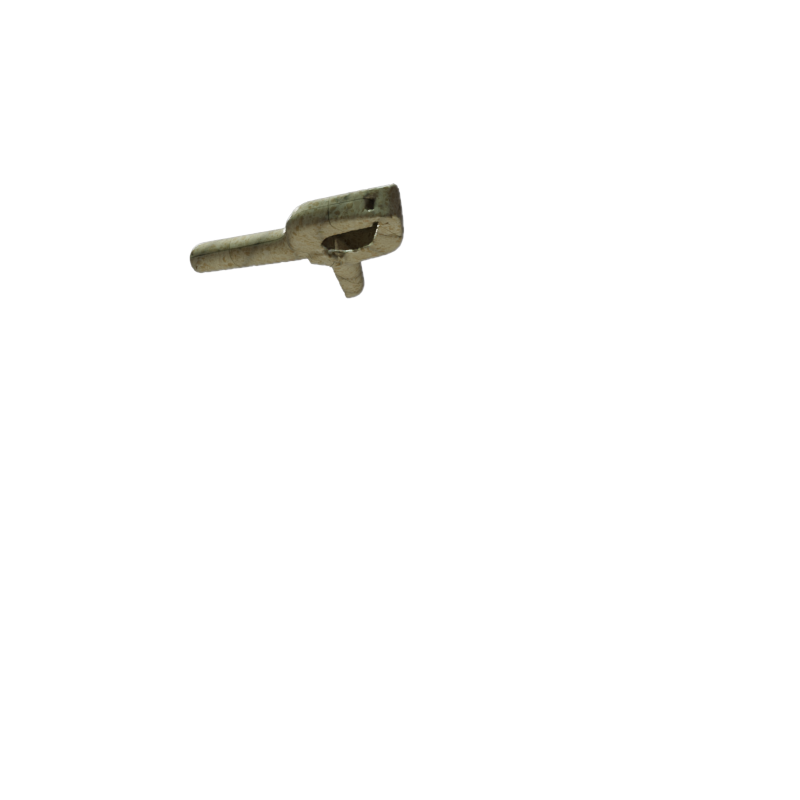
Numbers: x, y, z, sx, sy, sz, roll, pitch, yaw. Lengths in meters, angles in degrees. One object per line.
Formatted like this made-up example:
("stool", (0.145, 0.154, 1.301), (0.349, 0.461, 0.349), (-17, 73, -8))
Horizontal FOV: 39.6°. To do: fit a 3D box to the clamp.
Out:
("clamp", (-0.070, -0.128, 0.895), (0.159, 0.038, 0.209), (5, -13, -23))
